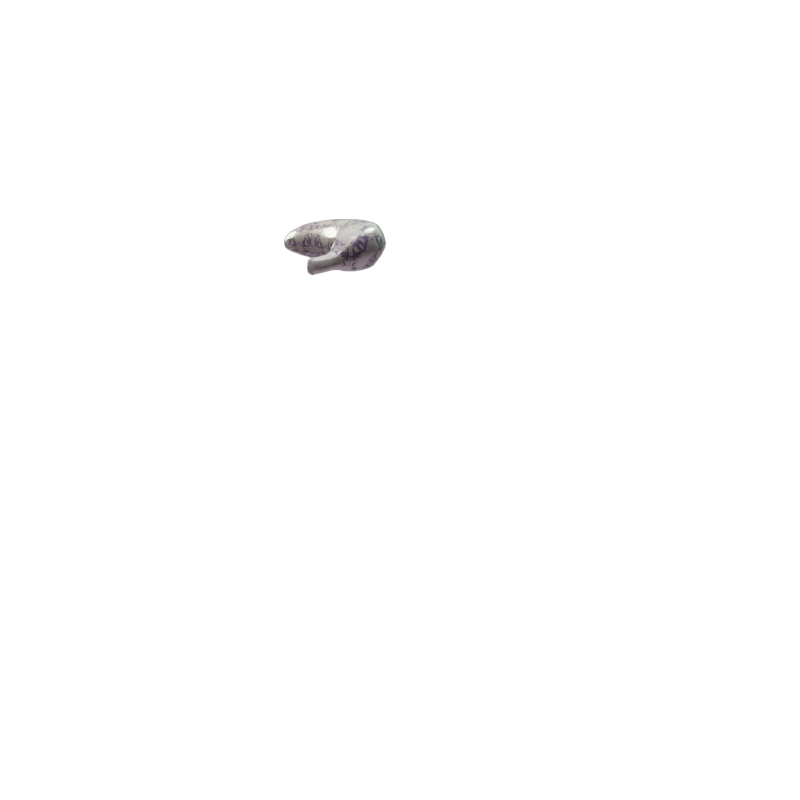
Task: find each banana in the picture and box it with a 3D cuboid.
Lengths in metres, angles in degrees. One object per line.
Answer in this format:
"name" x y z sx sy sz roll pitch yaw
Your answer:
"banana" -0.051 -0.127 0.889 0.069 0.036 0.203 -2 11 -10
